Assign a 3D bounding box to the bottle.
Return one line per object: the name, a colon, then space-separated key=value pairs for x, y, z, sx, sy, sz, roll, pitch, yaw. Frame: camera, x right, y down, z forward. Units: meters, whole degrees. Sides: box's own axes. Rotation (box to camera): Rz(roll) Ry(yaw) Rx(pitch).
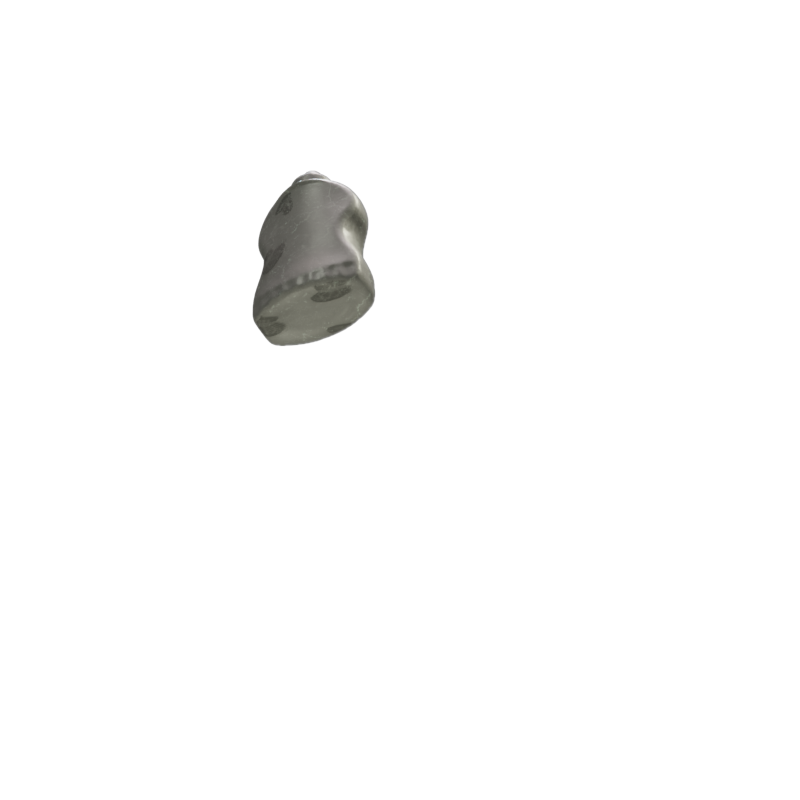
bottle: x=-0.073 y=-0.133 z=0.931 sx=0.096 sy=0.206 sz=0.054 roll=-23 pitch=-51 yaw=16
